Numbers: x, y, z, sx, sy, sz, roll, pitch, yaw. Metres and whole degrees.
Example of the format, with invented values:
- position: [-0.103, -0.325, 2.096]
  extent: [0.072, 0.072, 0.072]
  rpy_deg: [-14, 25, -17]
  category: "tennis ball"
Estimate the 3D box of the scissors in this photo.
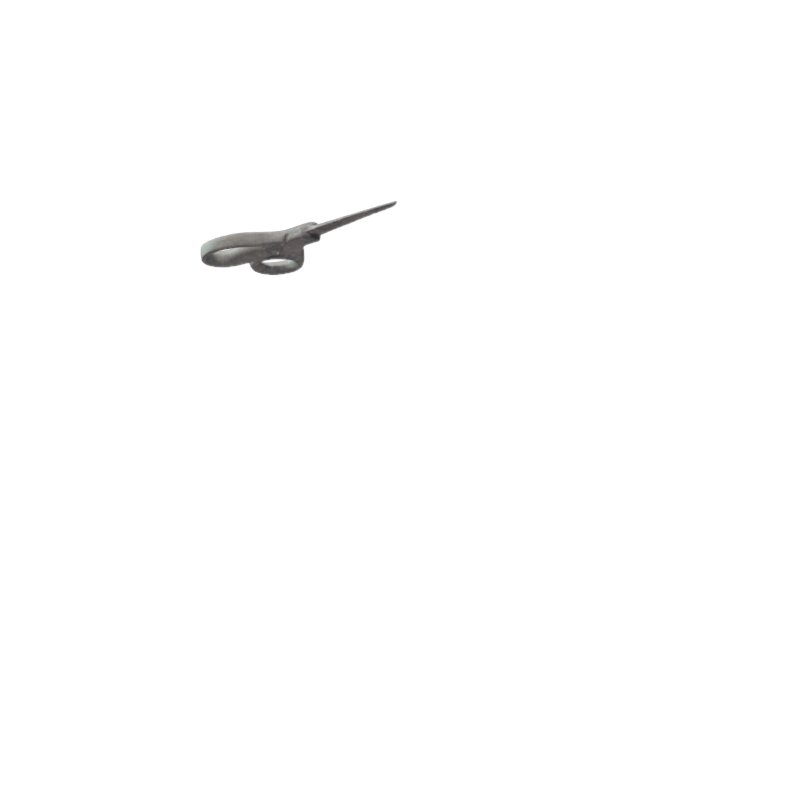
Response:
- position: [-0.071, -0.129, 0.905]
  extent: [0.206, 0.016, 0.091]
  rpy_deg: [-6, -12, 30]
  category: "scissors"
